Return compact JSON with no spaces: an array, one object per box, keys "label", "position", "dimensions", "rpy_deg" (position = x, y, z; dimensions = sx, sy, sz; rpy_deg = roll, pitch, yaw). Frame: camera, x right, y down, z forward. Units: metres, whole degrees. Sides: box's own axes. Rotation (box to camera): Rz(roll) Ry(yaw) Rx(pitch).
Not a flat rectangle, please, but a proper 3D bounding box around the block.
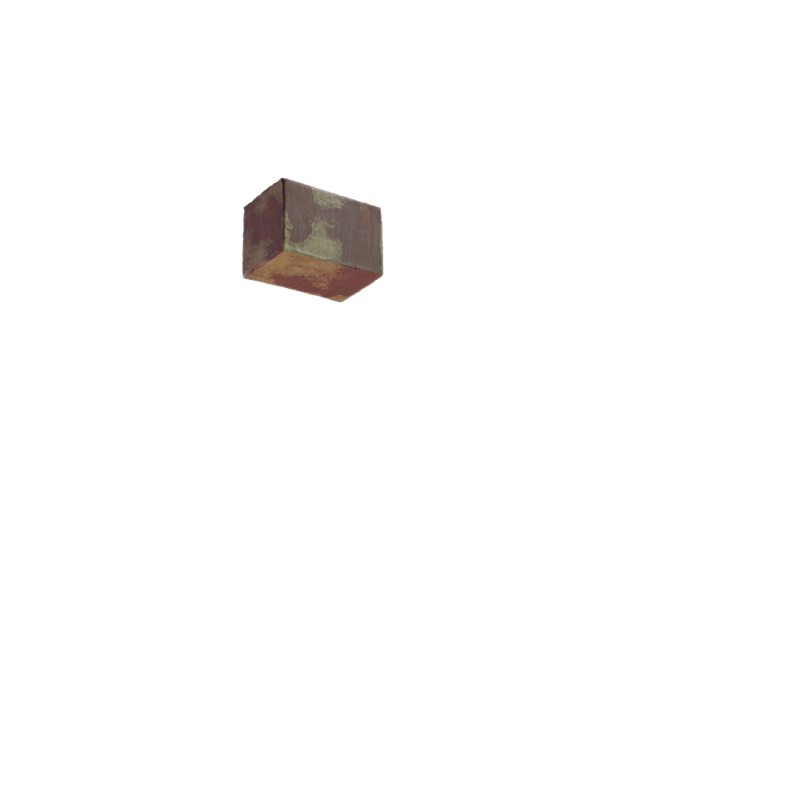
[{"label":"block","position":[-0.056,-0.102,0.716],"dimensions":[0.074,0.054,0.053],"rpy_deg":[14,-26,-32]}]
